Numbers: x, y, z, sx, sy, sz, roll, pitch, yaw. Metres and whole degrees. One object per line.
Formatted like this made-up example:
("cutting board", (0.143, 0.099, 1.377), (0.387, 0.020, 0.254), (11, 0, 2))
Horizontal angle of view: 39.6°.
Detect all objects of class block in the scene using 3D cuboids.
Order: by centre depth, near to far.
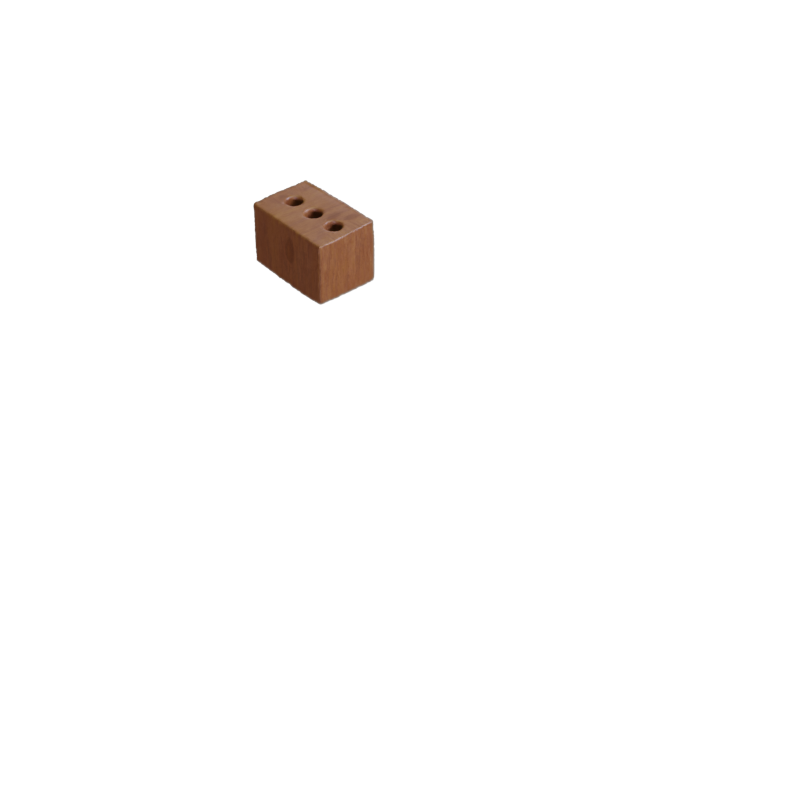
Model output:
("block", (-0.063, -0.115, 0.806), (0.053, 0.048, 0.083), (-28, 46, -33))
